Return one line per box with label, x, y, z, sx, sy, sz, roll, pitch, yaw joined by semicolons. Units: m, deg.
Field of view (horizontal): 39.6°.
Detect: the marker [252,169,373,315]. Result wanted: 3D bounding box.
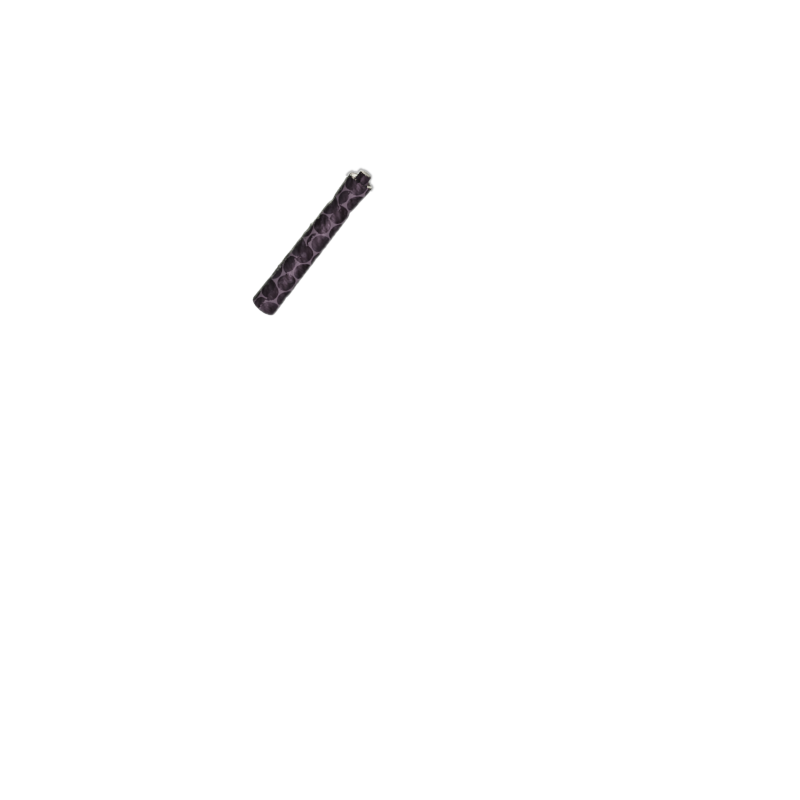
marker;-0.058;-0.107;0.748;0.019;0.118;0.021;33;22;-19
